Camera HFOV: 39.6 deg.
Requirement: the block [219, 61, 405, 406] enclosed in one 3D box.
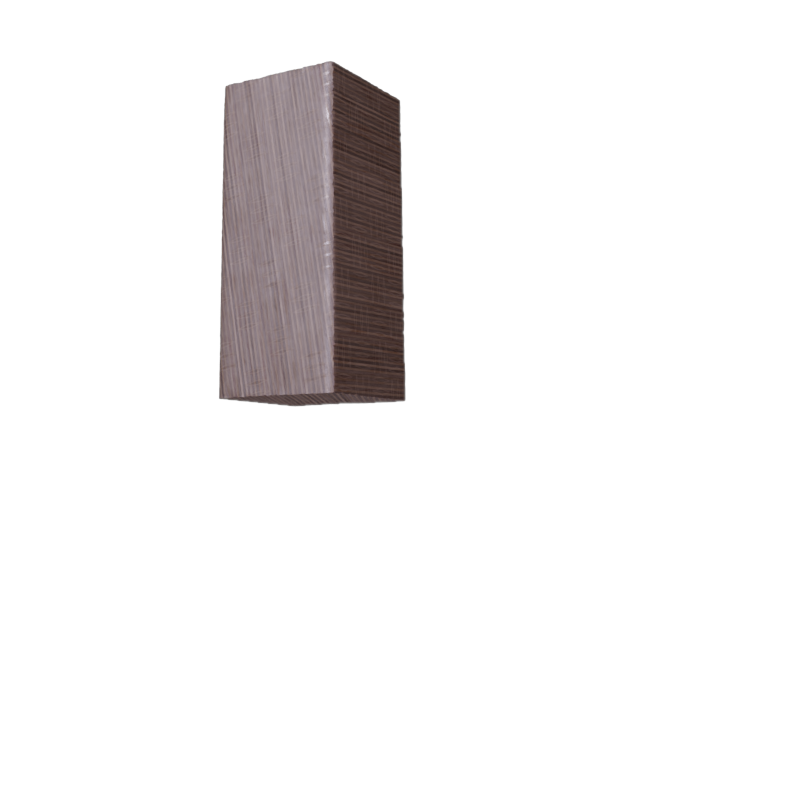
[{"bbox_3d":[-0.057,-0.104,0.727,0.092,0.212,0.086,-7,-13,30],"label":"block"}]
